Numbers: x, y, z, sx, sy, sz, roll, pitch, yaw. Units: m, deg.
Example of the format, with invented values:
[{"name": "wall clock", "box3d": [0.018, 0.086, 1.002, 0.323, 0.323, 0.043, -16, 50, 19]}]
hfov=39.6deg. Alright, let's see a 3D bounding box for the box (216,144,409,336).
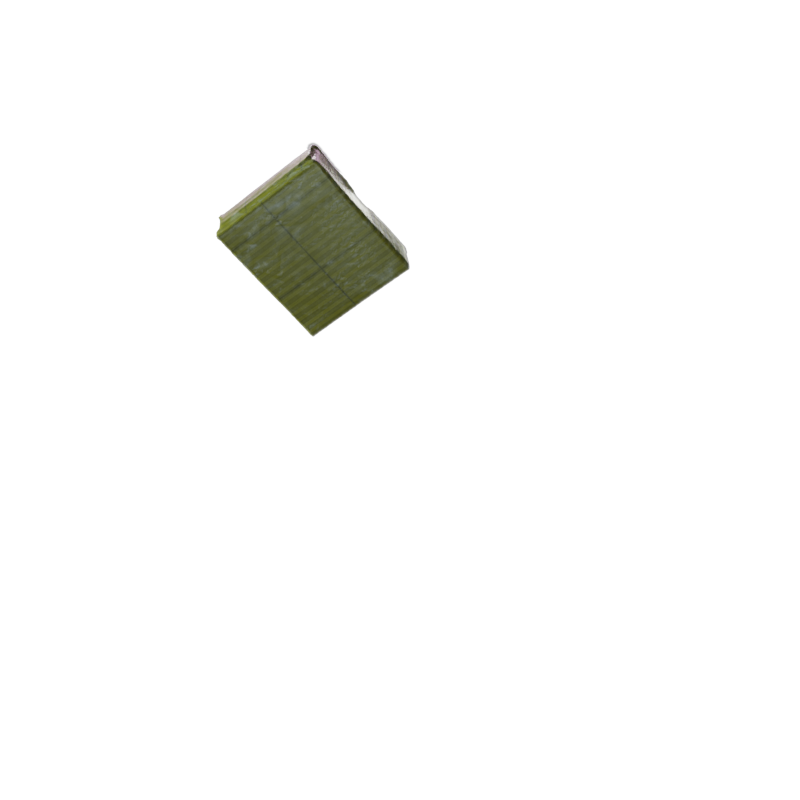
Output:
[{"name": "box", "box3d": [-0.050, -0.091, 0.639, 0.073, 0.085, 0.032, -36, 22, 17]}]
